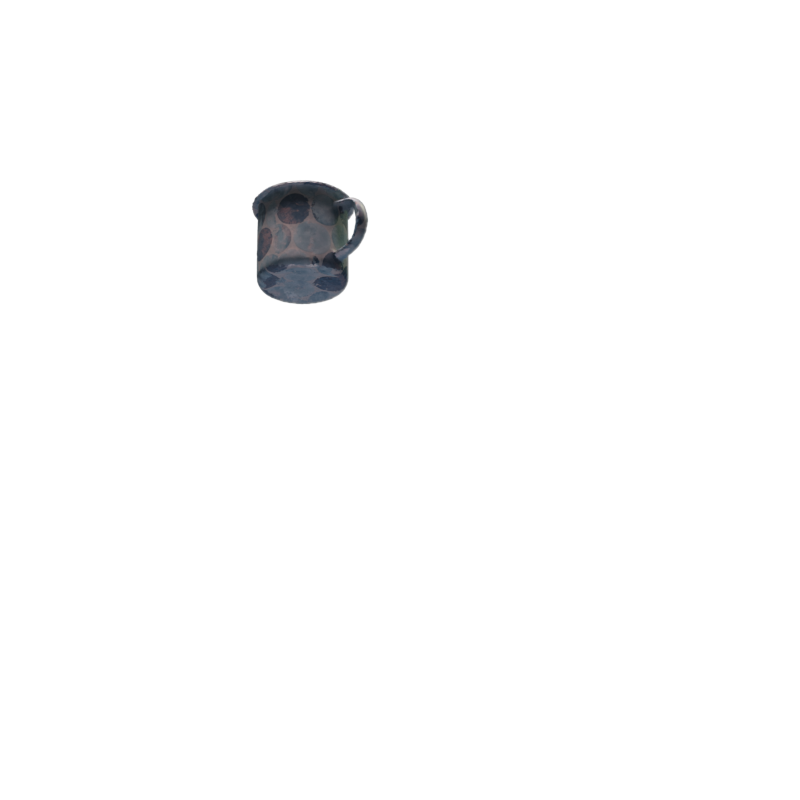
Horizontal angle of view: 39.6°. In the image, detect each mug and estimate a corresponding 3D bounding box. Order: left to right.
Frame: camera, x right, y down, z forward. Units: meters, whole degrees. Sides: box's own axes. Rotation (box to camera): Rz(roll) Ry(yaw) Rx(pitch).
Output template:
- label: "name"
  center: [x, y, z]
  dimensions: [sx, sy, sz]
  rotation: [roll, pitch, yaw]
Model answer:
- label: "mug"
  center: [-0.077, -0.141, 0.988]
  dimensions: [0.118, 0.086, 0.087]
  rotation: [-17, -30, 31]
